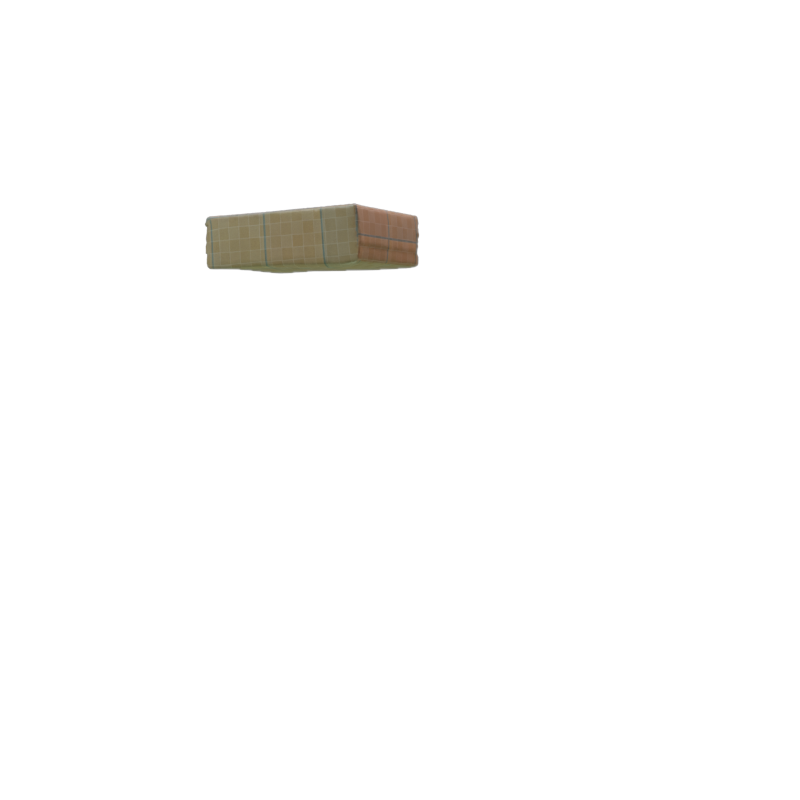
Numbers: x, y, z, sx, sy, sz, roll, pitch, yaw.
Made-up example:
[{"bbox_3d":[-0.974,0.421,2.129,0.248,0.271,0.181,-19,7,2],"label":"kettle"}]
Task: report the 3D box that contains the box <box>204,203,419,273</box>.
[{"bbox_3d":[-0.057,-0.103,0.722,0.117,0.039,0.087,2,4,28],"label":"box"}]
